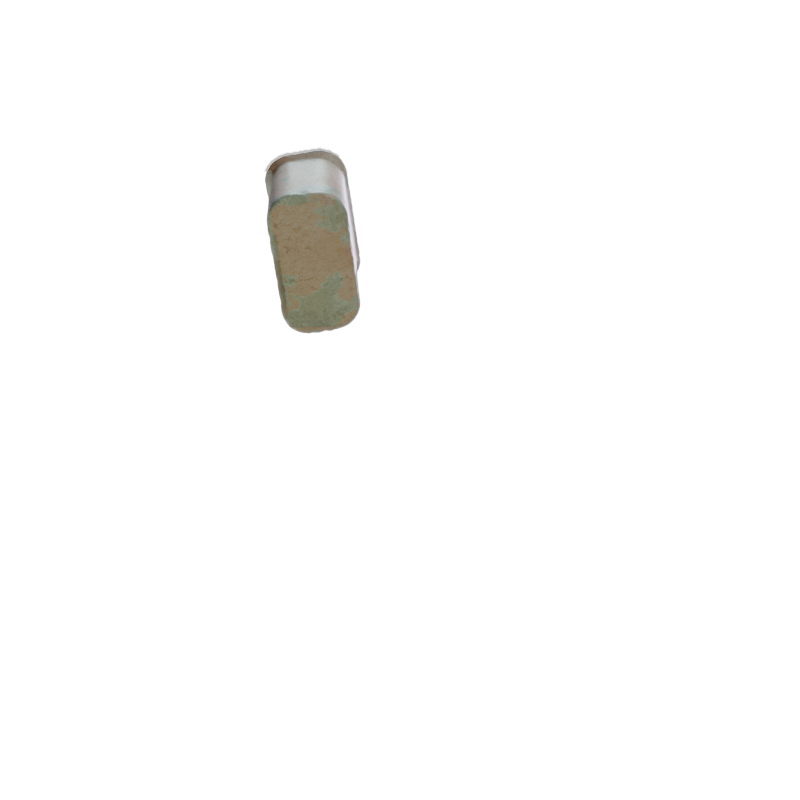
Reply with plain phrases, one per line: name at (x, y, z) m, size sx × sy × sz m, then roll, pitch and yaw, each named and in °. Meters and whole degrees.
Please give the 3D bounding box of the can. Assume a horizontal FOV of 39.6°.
can at (-0.058, -0.106, 0.744) m, size 0.058 × 0.096 × 0.088 m, roll -8°, pitch 25°, yaw 1°
